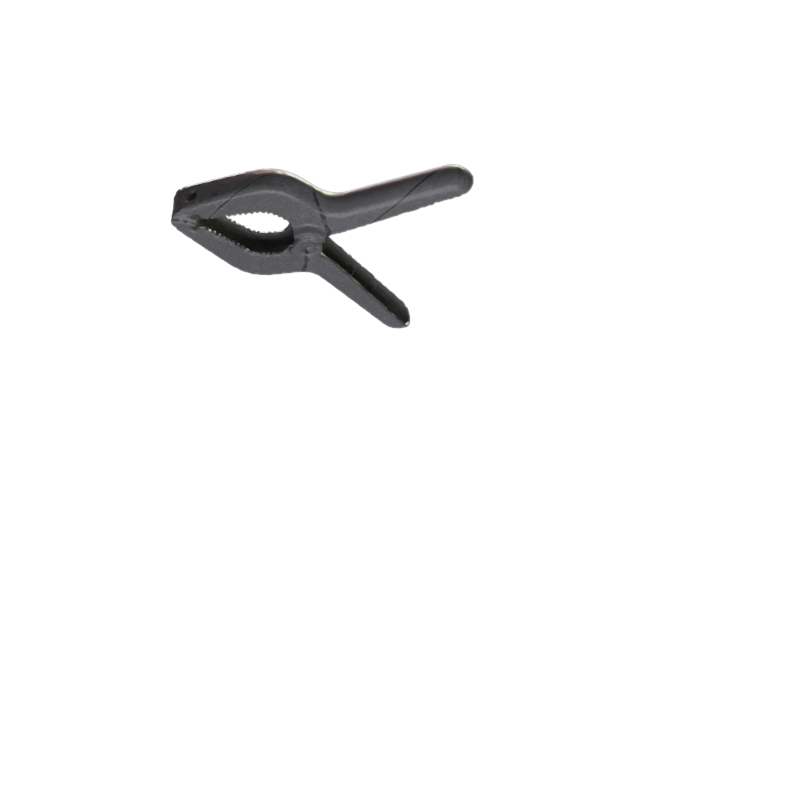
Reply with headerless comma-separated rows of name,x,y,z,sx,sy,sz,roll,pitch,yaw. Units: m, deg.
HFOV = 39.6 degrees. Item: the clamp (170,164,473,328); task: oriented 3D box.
clamp,-0.064,-0.118,0.824,0.208,0.039,0.154,5,-43,-6
